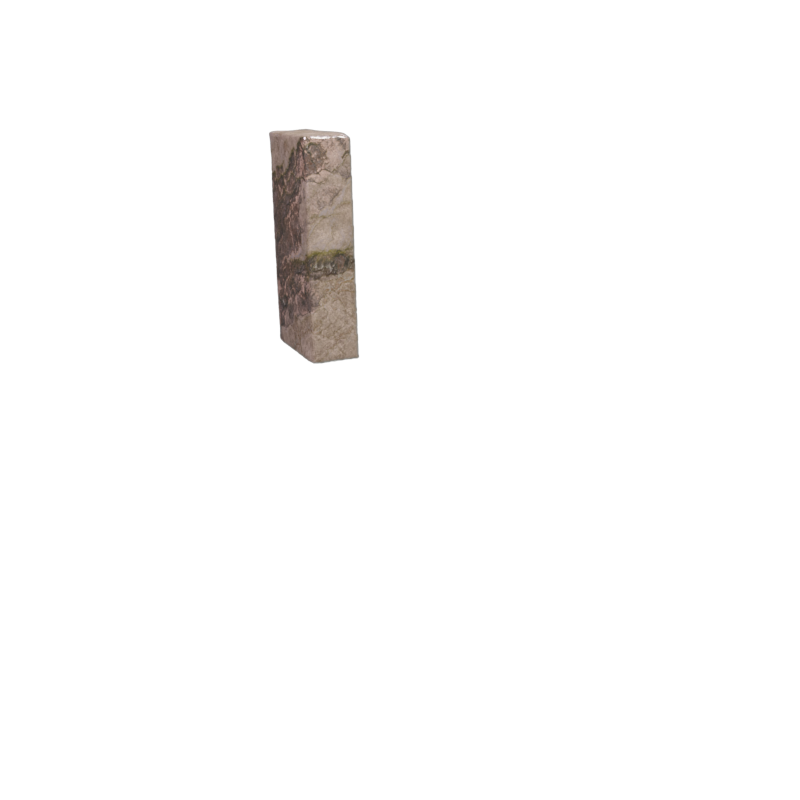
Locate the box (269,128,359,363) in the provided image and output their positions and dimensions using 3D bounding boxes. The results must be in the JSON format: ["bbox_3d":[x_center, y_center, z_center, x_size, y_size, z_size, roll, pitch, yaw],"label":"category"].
[{"bbox_3d":[-0.069,-0.126,0.885,0.047,0.172,0.098,-3,11,-22],"label":"box"}]
